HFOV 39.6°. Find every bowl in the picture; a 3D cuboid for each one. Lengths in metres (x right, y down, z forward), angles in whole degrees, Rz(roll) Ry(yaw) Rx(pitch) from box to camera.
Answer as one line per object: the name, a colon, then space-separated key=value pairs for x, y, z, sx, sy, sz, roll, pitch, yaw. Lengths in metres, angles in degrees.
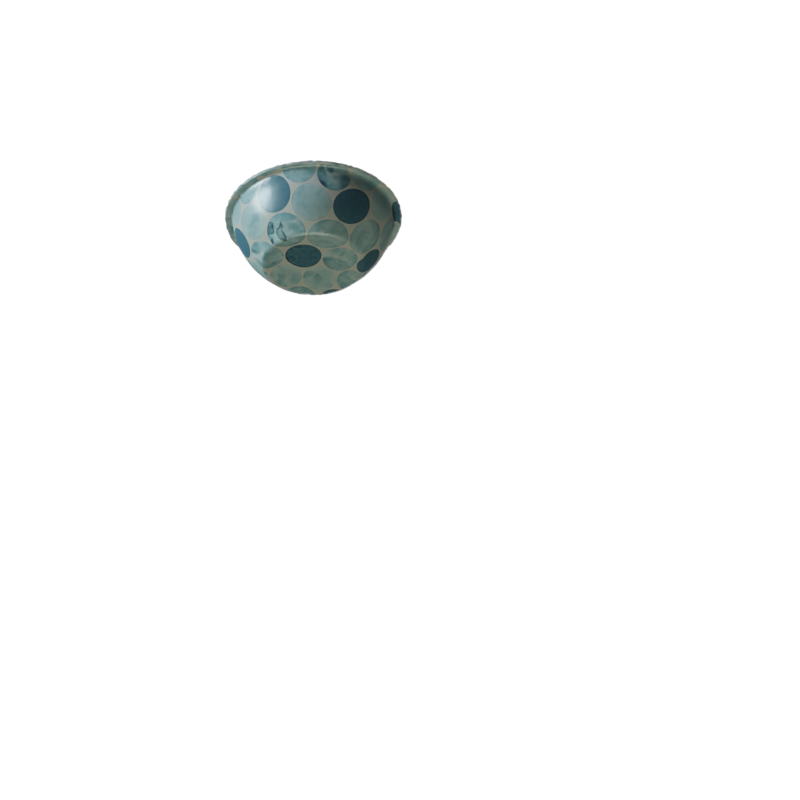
bowl: x=-0.078 y=-0.142 z=0.997 sx=0.162 sy=0.059 sz=0.152 roll=1 pitch=-34 yaw=-2
